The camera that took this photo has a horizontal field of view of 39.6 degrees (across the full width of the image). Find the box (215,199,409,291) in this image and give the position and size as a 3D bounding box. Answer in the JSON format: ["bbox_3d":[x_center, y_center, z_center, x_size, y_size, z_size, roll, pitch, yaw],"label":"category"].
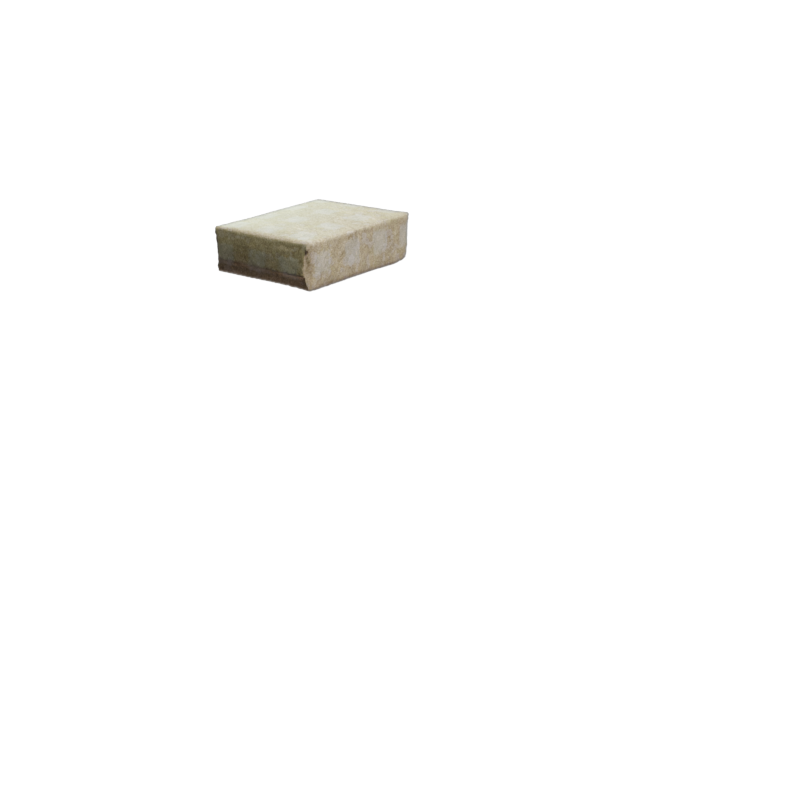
[{"bbox_3d":[-0.062,-0.113,0.794,0.095,0.037,0.112,16,25,37],"label":"box"}]
